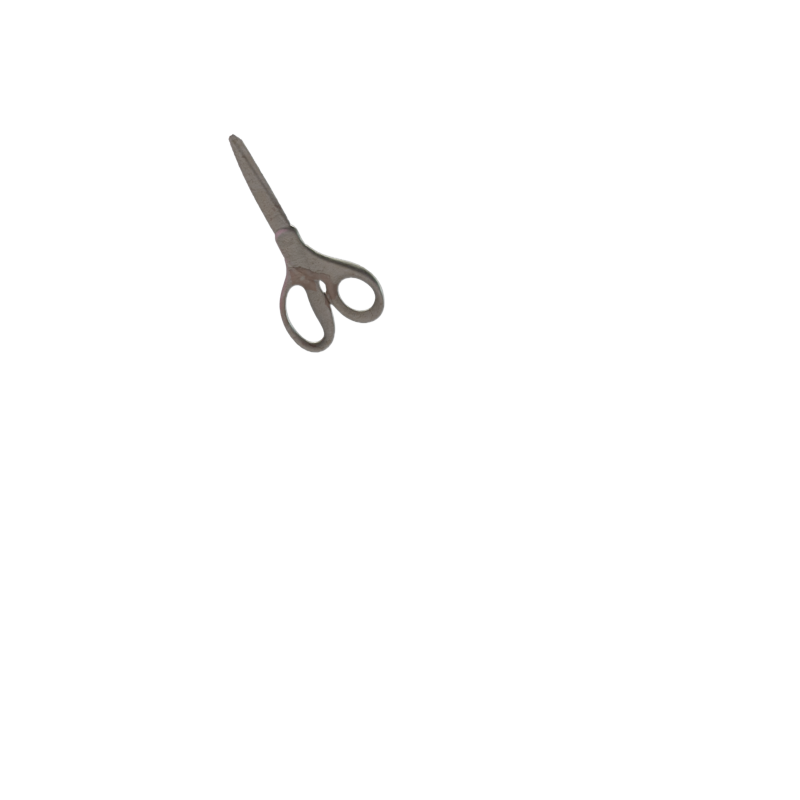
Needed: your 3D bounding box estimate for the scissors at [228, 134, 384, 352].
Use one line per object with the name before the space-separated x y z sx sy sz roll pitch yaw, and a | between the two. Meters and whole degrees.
scissors | -0.069 -0.127 0.886 0.096 0.189 0.017 -8 29 4
